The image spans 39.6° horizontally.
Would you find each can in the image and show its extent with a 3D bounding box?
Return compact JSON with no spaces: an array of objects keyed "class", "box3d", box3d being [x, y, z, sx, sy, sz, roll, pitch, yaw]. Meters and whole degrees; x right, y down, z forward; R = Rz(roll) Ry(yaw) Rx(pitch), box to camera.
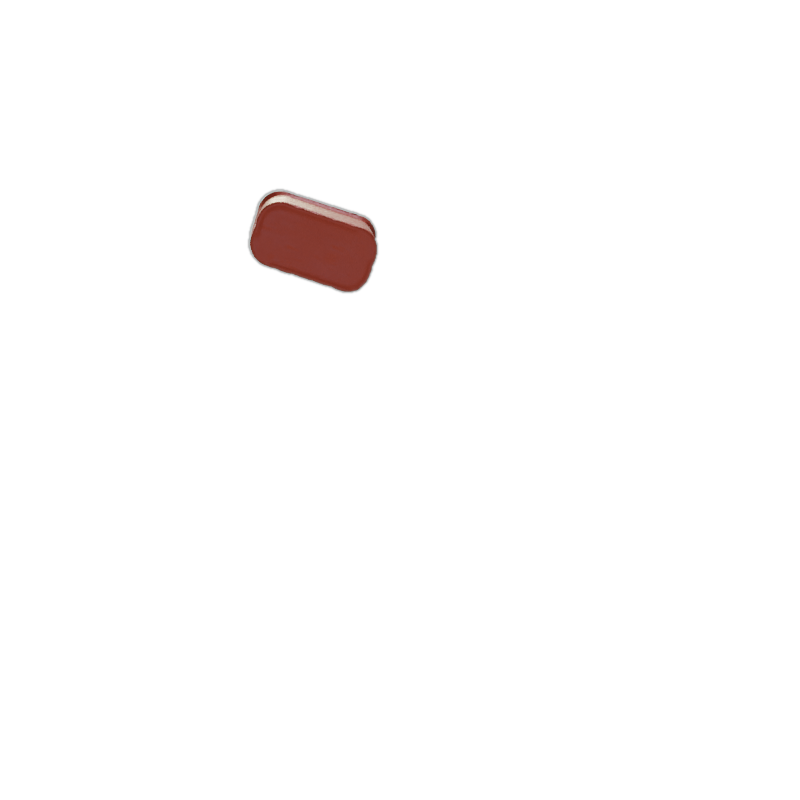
[{"class":"can","box3d":[-0.069,-0.126,0.881,0.101,0.057,0.086,17,11,-5]}]
